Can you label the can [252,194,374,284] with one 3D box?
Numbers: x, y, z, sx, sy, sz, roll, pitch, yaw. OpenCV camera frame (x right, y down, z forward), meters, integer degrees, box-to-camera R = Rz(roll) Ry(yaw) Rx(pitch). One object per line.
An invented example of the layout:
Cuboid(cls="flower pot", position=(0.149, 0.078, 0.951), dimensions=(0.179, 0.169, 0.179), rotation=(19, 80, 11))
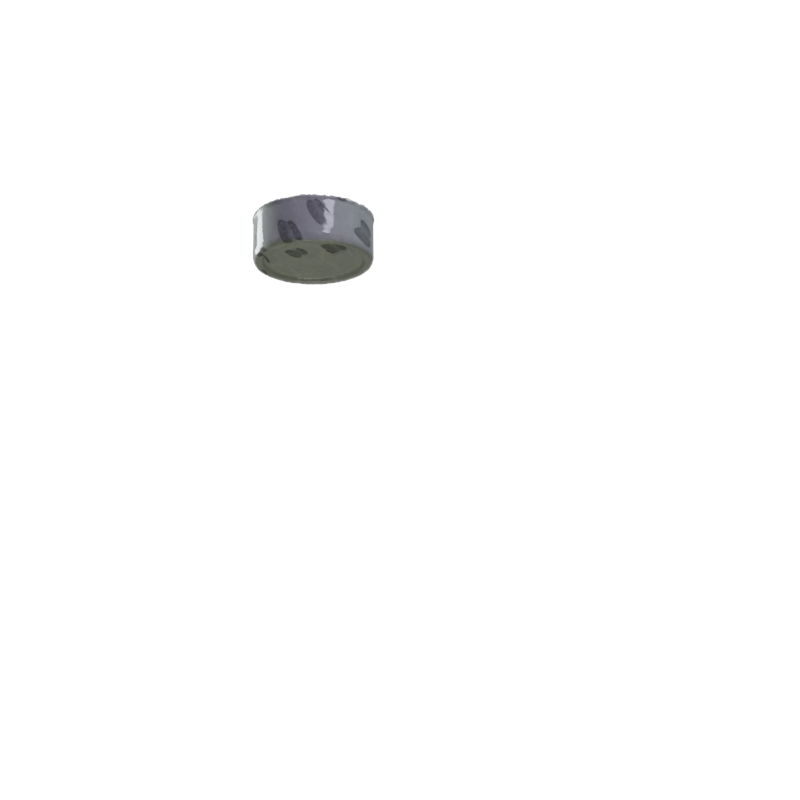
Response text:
Cuboid(cls="can", position=(-0.061, -0.111, 0.777), dimensions=(0.086, 0.035, 0.082), rotation=(0, -17, -2))
